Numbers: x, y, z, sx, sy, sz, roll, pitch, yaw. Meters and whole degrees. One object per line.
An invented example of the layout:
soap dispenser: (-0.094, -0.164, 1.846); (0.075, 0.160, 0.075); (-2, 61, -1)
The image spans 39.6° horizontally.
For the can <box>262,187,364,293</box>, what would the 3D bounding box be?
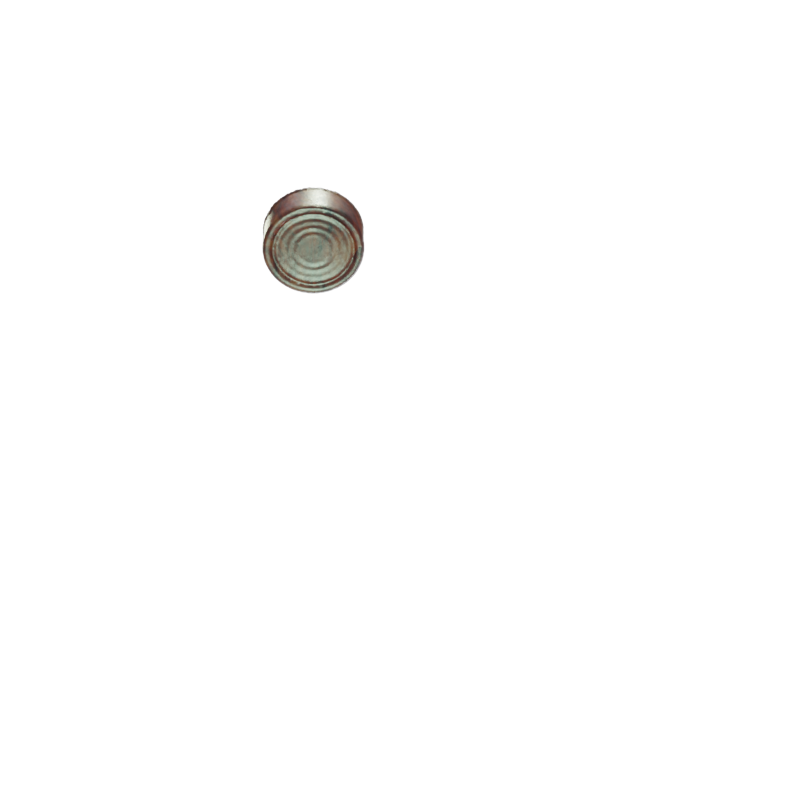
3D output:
can: (-0.073, -0.132, 0.928); (0.086, 0.081, 0.036); (1, 33, -1)
